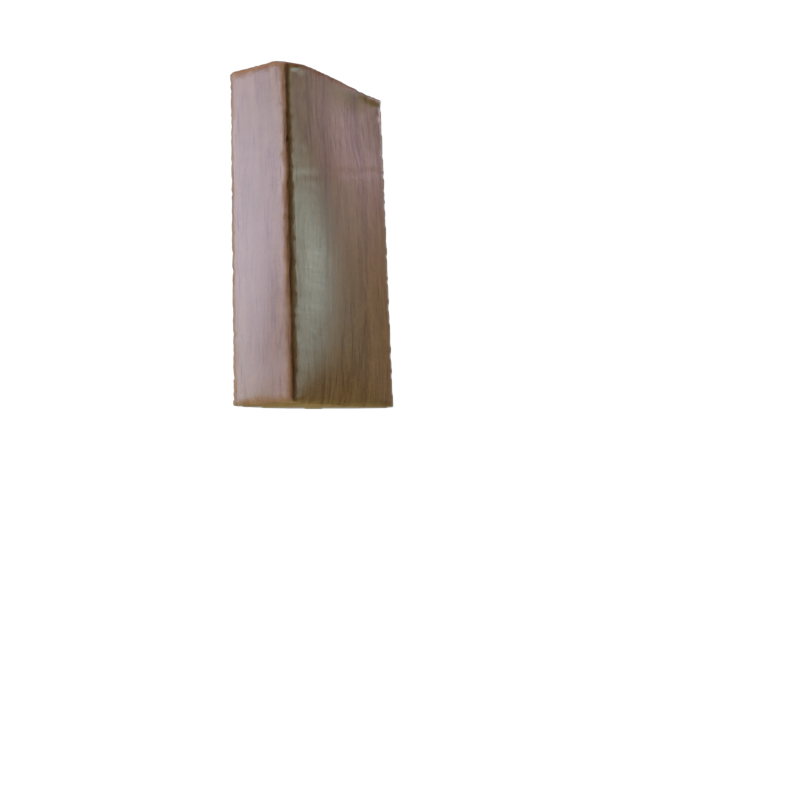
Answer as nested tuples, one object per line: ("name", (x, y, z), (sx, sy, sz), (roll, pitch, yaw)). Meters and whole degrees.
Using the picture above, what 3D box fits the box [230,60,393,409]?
("box", (-0.046, -0.085, 0.592), (0.049, 0.180, 0.089), (-7, -10, 33))
